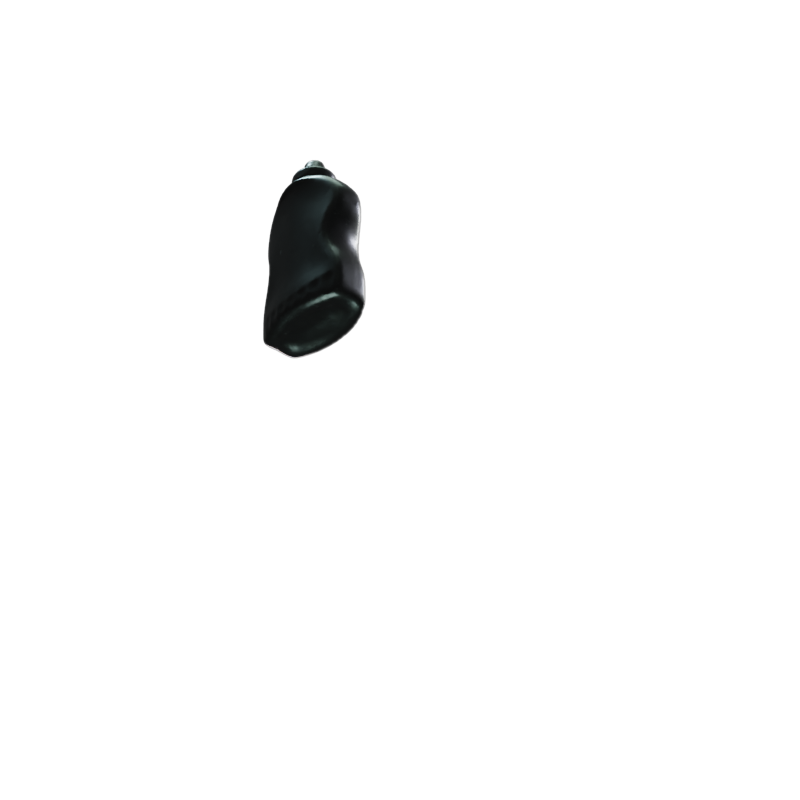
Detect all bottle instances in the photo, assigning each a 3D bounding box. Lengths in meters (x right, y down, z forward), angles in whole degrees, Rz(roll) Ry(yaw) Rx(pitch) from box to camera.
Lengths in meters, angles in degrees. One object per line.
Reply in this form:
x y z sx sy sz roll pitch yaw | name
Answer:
-0.074 -0.135 0.947 0.055 0.206 0.095 28 -49 -32 | bottle
